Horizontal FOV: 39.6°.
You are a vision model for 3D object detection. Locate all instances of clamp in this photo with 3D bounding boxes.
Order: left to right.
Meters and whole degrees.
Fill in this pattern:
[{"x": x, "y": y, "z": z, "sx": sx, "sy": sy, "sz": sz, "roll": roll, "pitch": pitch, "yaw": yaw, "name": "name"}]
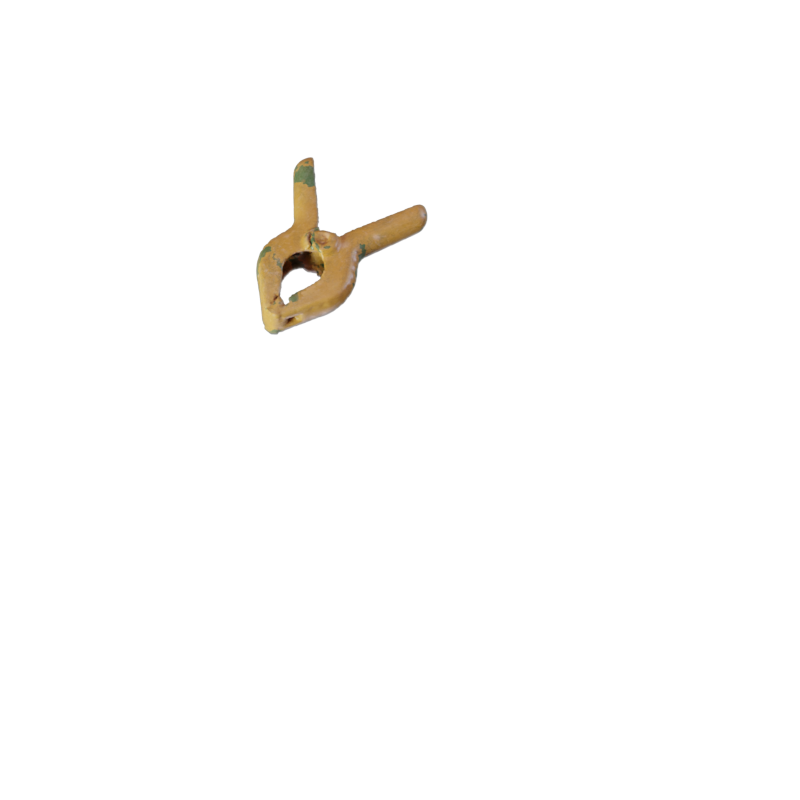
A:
[{"x": -0.070, "y": -0.127, "z": 0.892, "sx": 0.126, "sy": 0.036, "sz": 0.175, "roll": 28, "pitch": 54, "yaw": 22, "name": "clamp"}]
